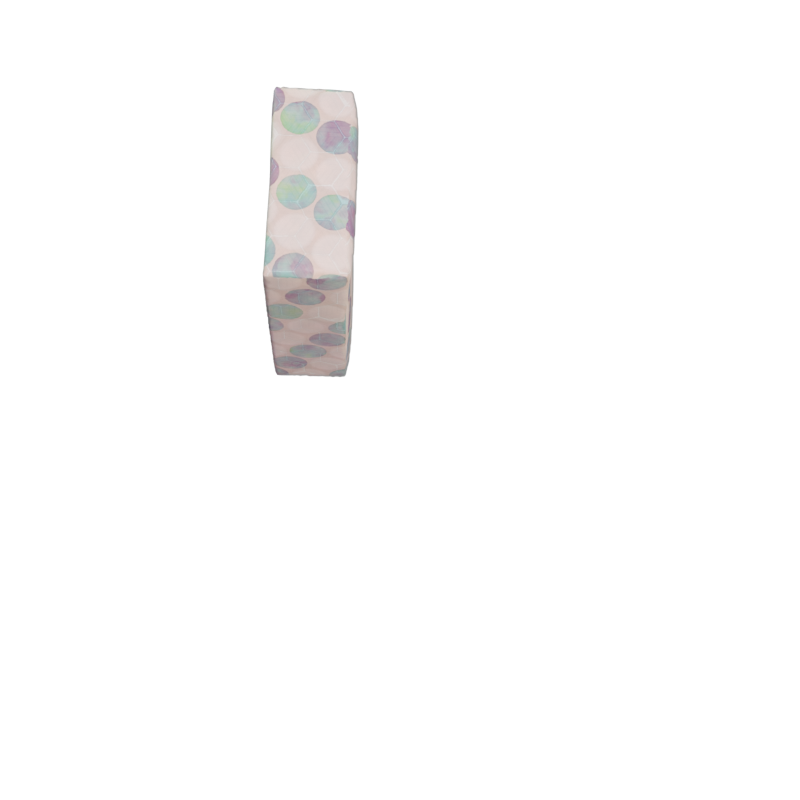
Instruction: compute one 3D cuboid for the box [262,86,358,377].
[{"bbox_3d":[-0.072,-0.131,0.916,0.072,0.173,0.203,2,-22,-3],"label":"box"}]
